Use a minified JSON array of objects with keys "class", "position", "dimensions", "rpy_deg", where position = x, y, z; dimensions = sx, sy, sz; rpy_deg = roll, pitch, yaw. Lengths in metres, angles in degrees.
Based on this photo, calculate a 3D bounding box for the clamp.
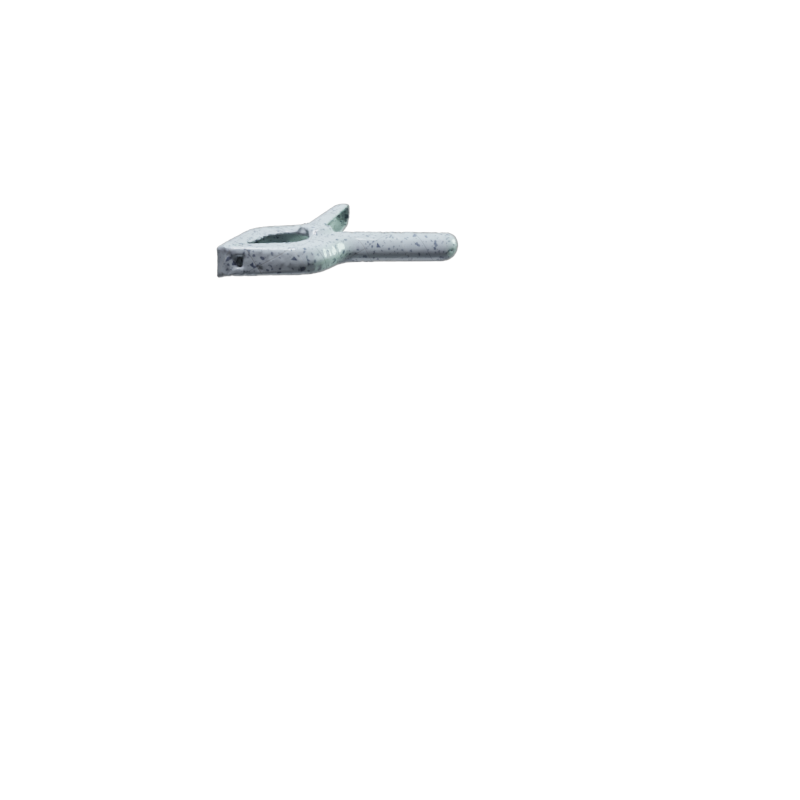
[{"class":"clamp","position":[-0.078,-0.142,0.995],"dimensions":[0.205,0.035,0.175],"rpy_deg":[-13,24,-30]}]
